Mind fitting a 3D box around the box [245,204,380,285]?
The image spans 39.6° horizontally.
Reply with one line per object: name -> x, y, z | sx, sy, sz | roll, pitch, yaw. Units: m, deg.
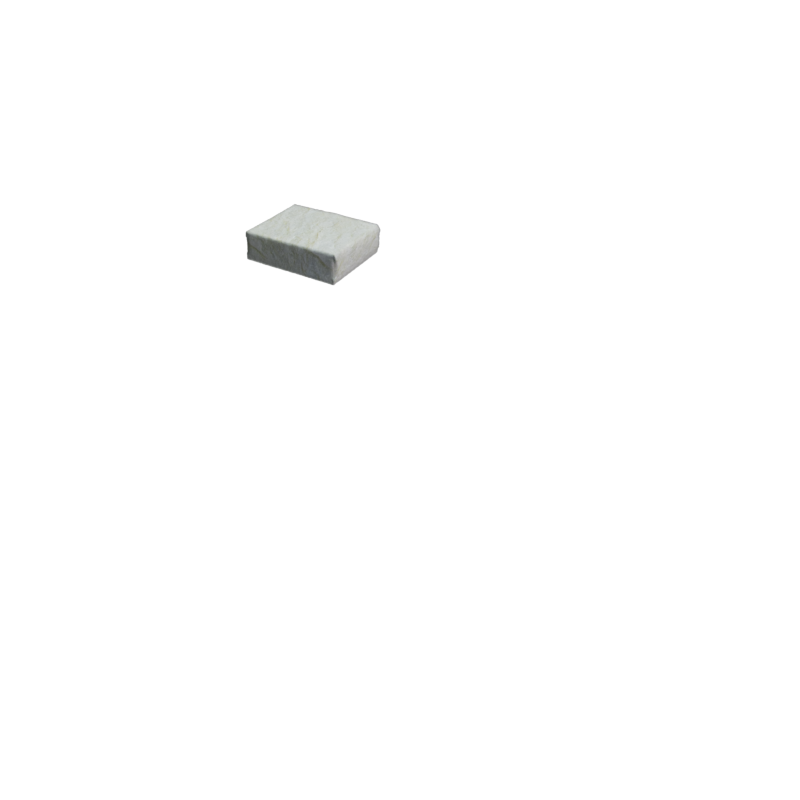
box -> -0.073, -0.133, 0.929 | 0.094, 0.028, 0.074 | 17, 34, 27
